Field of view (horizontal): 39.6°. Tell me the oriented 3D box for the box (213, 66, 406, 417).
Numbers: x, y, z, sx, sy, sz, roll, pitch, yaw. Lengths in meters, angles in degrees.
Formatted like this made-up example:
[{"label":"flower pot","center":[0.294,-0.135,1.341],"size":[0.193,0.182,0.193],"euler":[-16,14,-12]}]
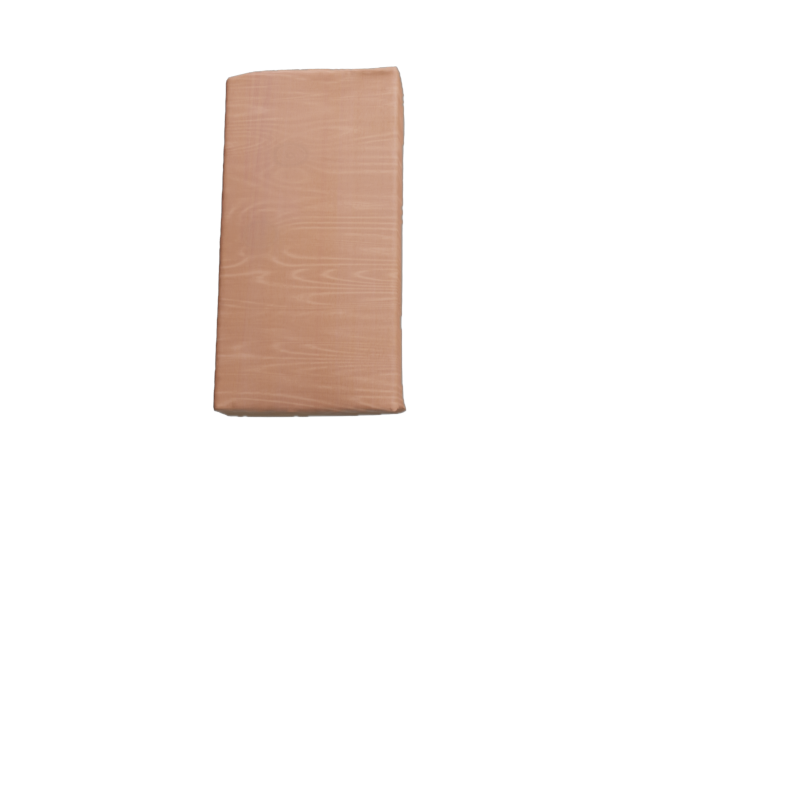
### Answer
[{"label":"box","center":[-0.045,-0.081,0.567],"size":[0.094,0.181,0.046],"euler":[-2,-10,7]}]
